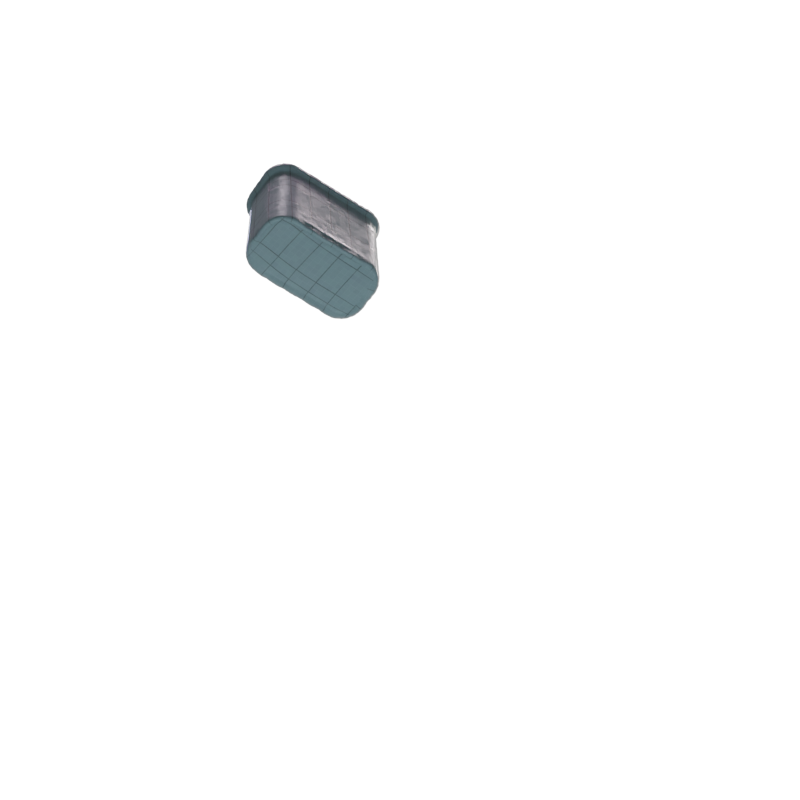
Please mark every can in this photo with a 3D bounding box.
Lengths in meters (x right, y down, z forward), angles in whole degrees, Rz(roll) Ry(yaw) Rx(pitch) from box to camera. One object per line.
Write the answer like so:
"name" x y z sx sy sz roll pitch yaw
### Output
"can" -0.064 -0.116 0.815 0.098 0.056 0.089 29 27 -18
